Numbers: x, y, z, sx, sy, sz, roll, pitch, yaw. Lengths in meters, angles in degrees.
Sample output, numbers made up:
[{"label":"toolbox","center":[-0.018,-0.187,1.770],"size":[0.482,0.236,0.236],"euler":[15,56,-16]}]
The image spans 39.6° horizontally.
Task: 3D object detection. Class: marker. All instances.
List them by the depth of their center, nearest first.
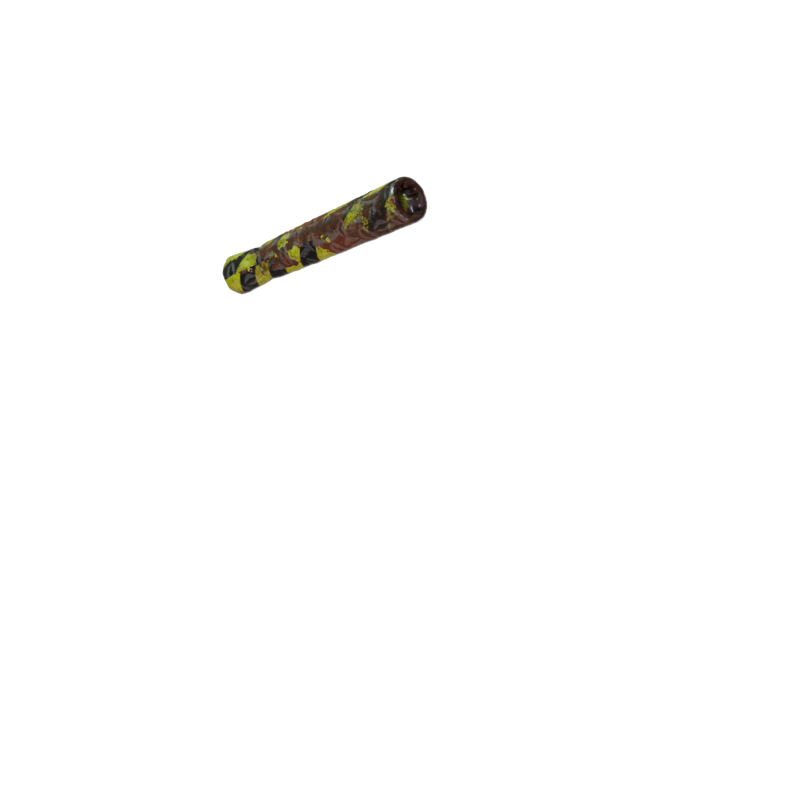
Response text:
[{"label":"marker","center":[-0.037,-0.067,0.471],"size":[0.019,0.020,0.122],"euler":[-3,-8,-43]}]
